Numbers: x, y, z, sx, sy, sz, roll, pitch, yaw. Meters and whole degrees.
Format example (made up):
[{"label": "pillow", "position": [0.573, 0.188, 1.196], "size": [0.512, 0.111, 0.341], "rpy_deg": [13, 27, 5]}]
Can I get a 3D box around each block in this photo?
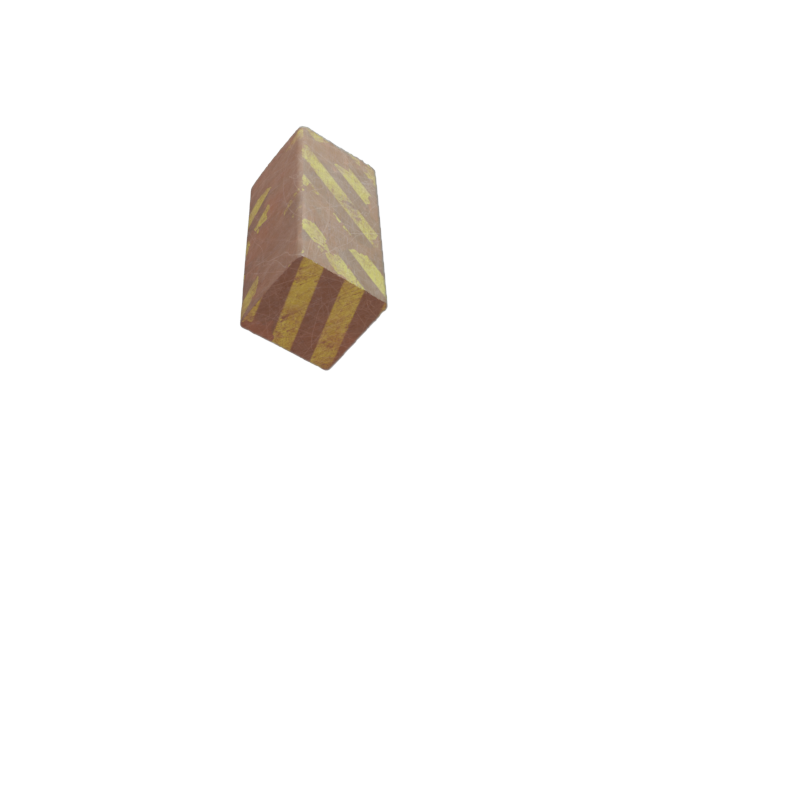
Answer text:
[{"label": "block", "position": [-0.076, -0.140, 0.976], "size": [0.086, 0.221, 0.088], "rpy_deg": [28, -57, -24]}]
